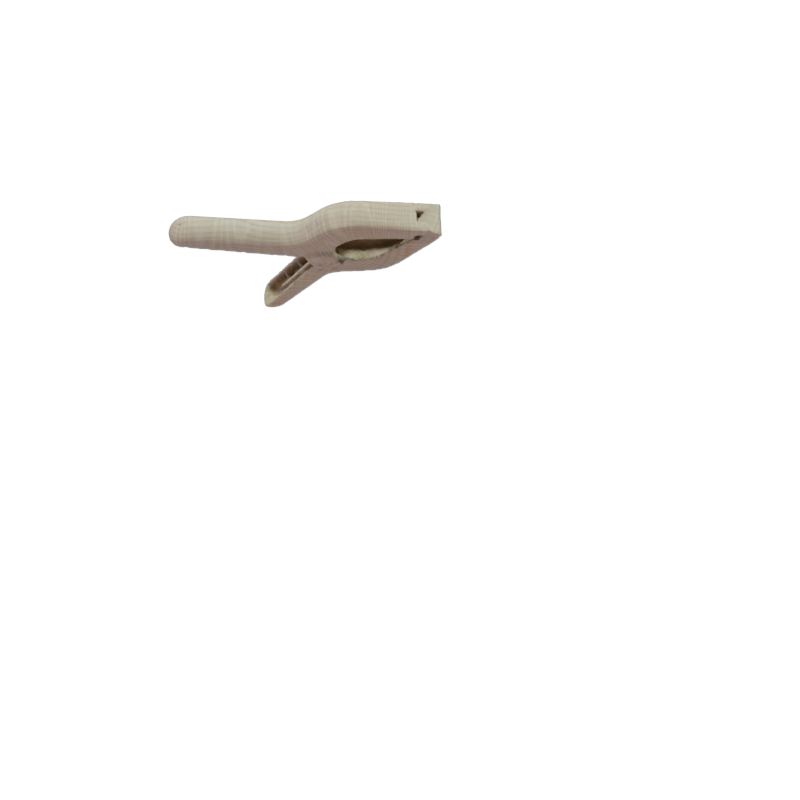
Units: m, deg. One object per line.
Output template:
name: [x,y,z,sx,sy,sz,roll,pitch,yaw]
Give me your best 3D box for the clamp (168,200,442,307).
clamp: [-0.070,-0.128,0.898,0.214,0.038,0.154,-11,-20,31]
